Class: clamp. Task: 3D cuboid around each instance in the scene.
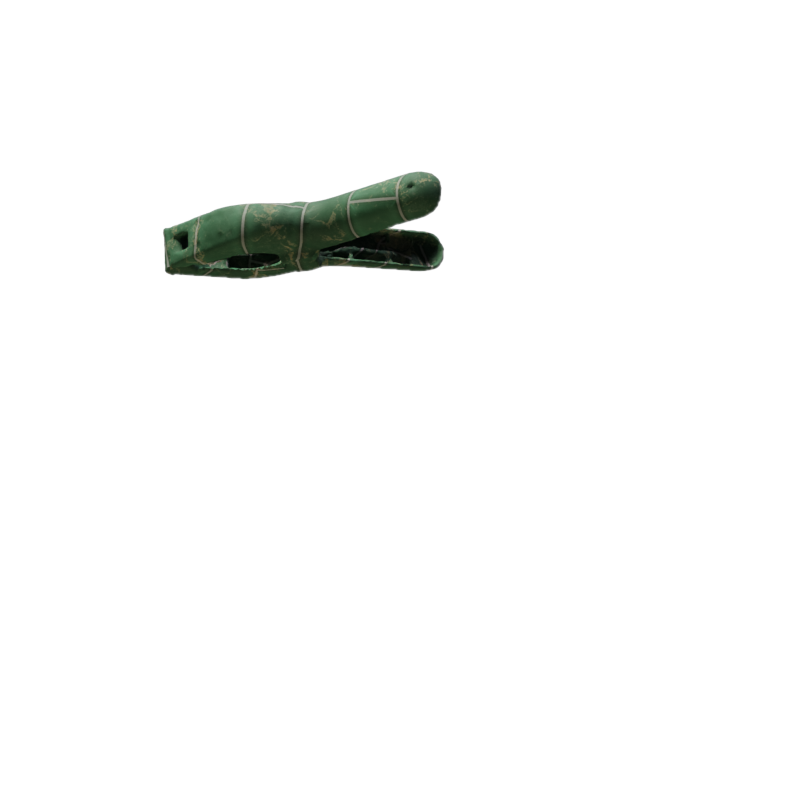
[{"bbox_3d":[-0.052,-0.094,0.661,0.174,0.041,0.113,-4,-19,13],"label":"clamp"}]
